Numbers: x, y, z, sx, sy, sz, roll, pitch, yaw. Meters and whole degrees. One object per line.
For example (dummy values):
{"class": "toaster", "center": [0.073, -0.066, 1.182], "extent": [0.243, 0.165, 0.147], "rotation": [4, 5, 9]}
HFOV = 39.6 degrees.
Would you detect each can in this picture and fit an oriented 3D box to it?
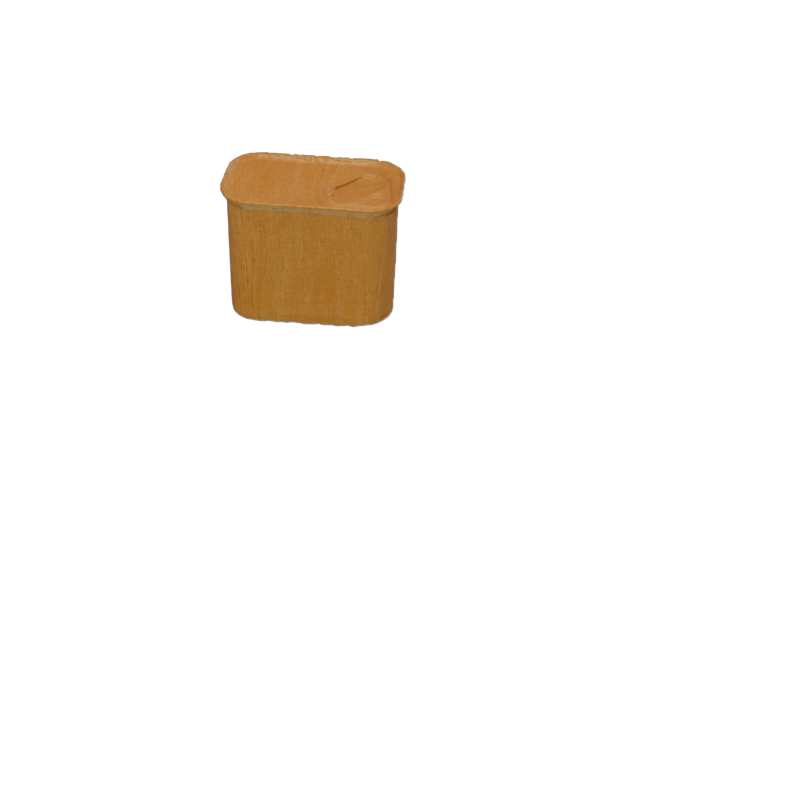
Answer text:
{"class": "can", "center": [-0.050, -0.092, 0.641], "extent": [0.103, 0.078, 0.061], "rotation": [5, 36, 4]}
